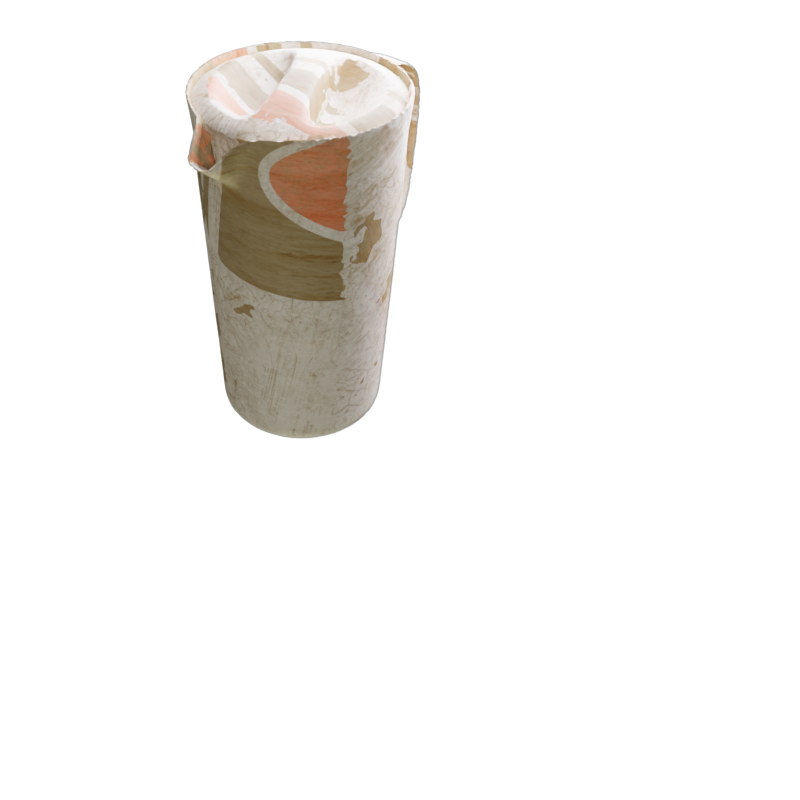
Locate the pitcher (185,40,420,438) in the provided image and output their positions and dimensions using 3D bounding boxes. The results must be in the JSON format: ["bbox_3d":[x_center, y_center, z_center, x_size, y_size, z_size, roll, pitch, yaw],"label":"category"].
[{"bbox_3d":[-0.056,-0.102,0.715,0.148,0.227,0.156,-2,38,-6],"label":"pitcher"}]
